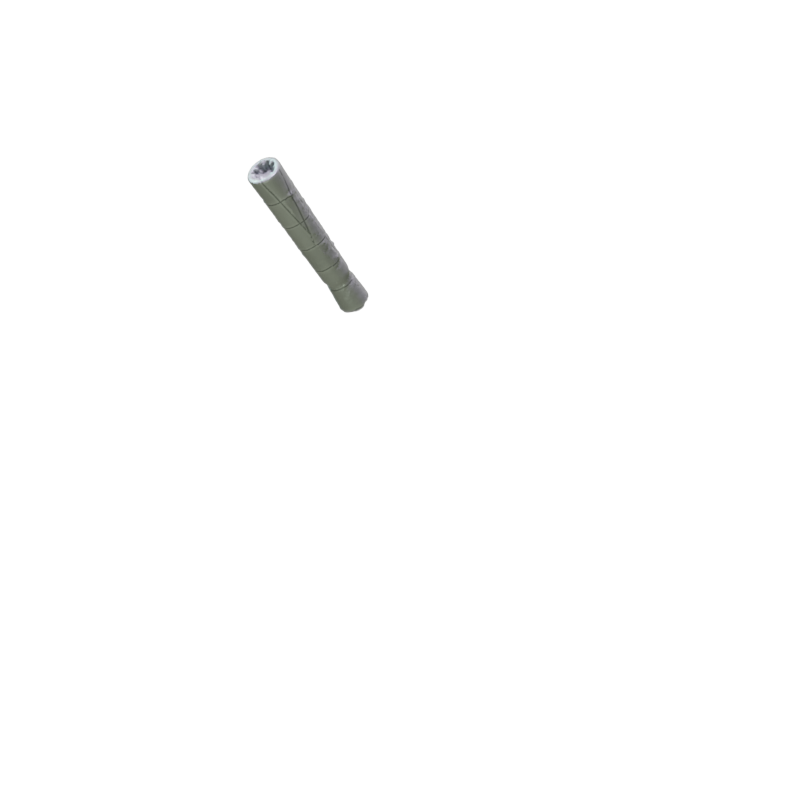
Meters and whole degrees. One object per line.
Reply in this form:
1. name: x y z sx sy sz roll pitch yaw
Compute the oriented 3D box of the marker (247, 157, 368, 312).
1. marker: -0.048 -0.088 0.616 0.020 0.021 0.111 2 -34 32
